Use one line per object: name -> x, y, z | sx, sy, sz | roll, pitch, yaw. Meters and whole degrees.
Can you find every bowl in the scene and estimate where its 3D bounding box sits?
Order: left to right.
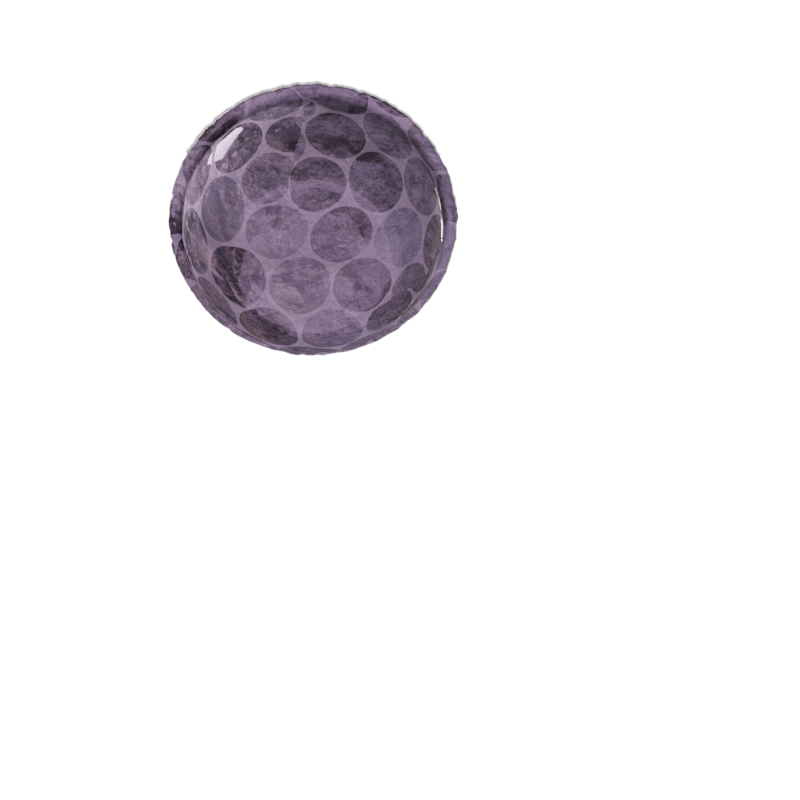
bowl -> -0.047, -0.085, 0.597 | 0.162, 0.154, 0.058 | 1, 23, -1
